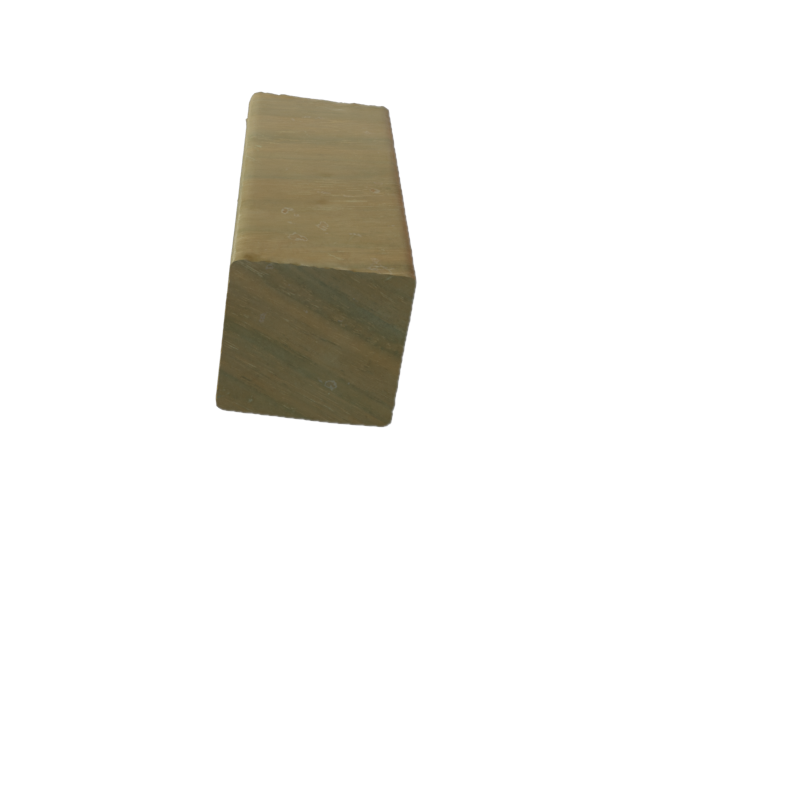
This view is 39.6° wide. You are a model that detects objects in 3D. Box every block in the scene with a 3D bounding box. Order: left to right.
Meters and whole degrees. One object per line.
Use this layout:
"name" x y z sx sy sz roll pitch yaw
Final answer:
"block" -0.049 -0.088 0.619 0.089 0.086 0.220 5 34 -7
